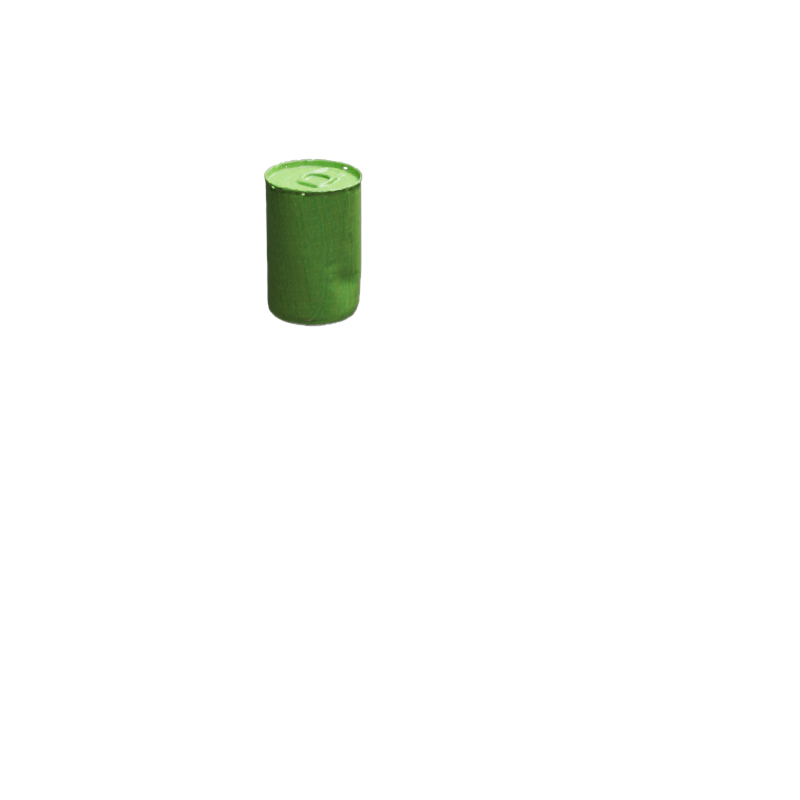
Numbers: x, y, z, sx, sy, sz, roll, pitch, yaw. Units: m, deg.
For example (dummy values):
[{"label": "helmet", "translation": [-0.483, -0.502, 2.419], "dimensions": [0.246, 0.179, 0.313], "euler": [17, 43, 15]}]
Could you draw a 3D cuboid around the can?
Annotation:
[{"label": "can", "translation": [-0.061, -0.112, 0.785], "dimensions": [0.068, 0.097, 0.072], "euler": [0, 26, -2]}]
